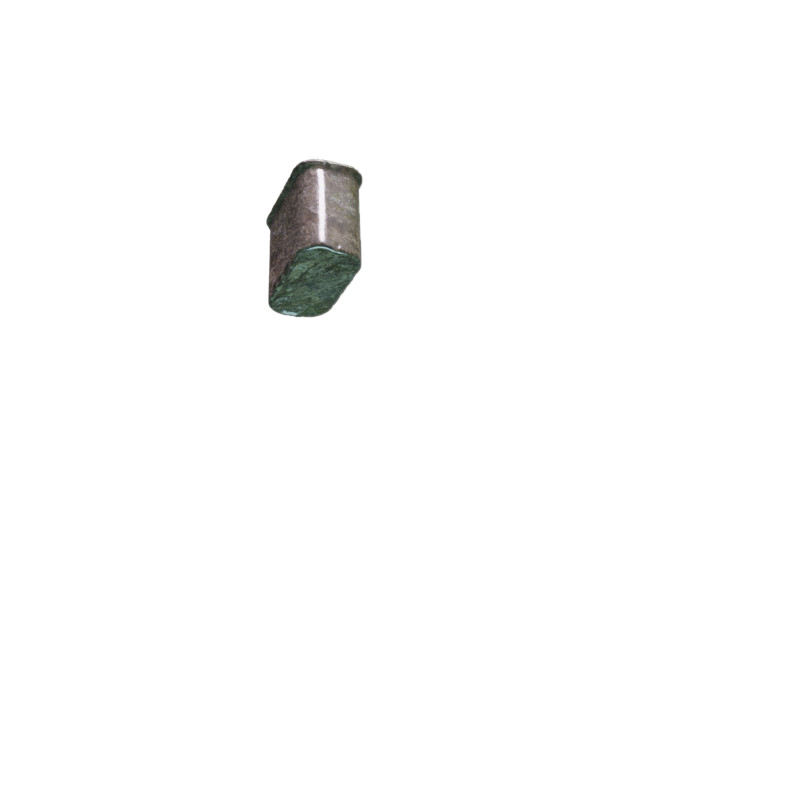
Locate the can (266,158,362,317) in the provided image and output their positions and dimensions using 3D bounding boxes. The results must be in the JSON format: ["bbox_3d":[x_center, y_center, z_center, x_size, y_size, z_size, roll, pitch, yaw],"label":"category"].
[{"bbox_3d":[-0.068,-0.124,0.870,0.056,0.089,0.098,12,-34,-20],"label":"can"}]
